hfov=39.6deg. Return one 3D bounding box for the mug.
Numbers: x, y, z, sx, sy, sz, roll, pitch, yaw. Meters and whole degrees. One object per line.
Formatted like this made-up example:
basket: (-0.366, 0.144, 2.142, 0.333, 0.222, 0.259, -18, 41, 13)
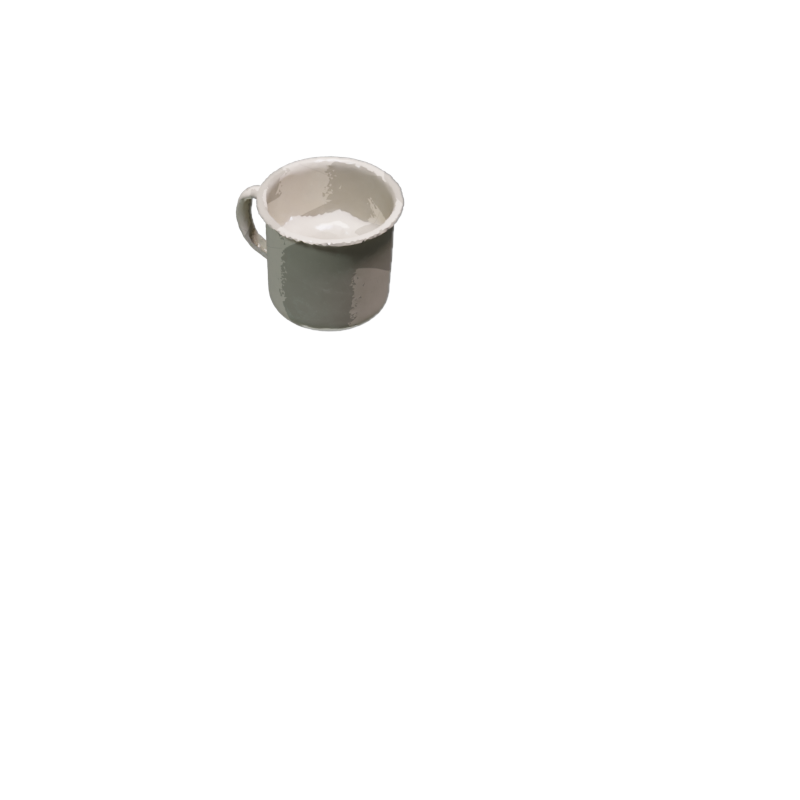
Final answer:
mug: (-0.057, -0.103, 0.724, 0.122, 0.076, 0.096, 20, 46, 19)
